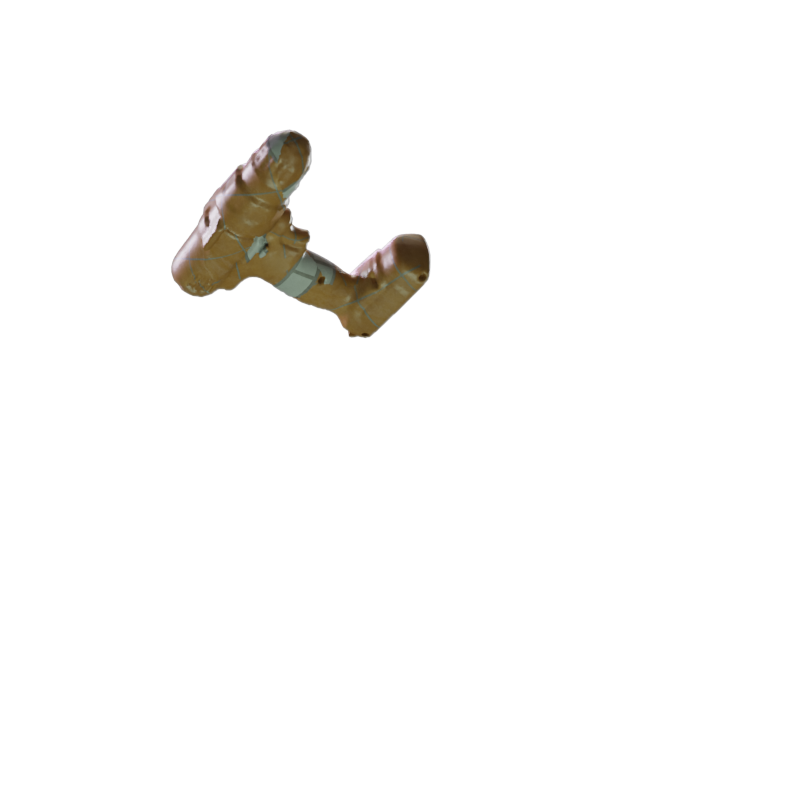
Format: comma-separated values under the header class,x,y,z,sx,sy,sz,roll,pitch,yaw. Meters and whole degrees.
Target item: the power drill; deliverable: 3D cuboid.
class,x,y,z,sx,sy,sz,roll,pitch,yaw
power drill,-0.071,-0.130,0.908,0.179,0.062,0.180,22,-43,-26
